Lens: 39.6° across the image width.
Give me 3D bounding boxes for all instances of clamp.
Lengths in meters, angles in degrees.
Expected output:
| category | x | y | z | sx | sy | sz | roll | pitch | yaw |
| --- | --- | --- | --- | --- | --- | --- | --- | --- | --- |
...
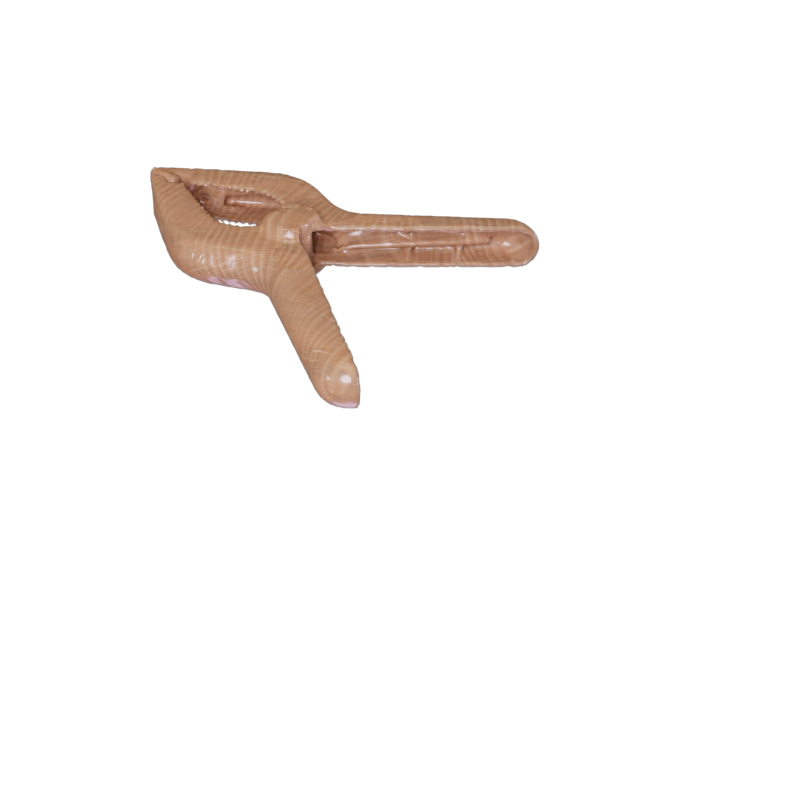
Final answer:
| category | x | y | z | sx | sy | sz | roll | pitch | yaw |
| --- | --- | --- | --- | --- | --- | --- | --- | --- | --- |
| clamp | -0.045 | -0.083 | 0.579 | 0.224 | 0.034 | 0.164 | 30 | 46 | 35 |
